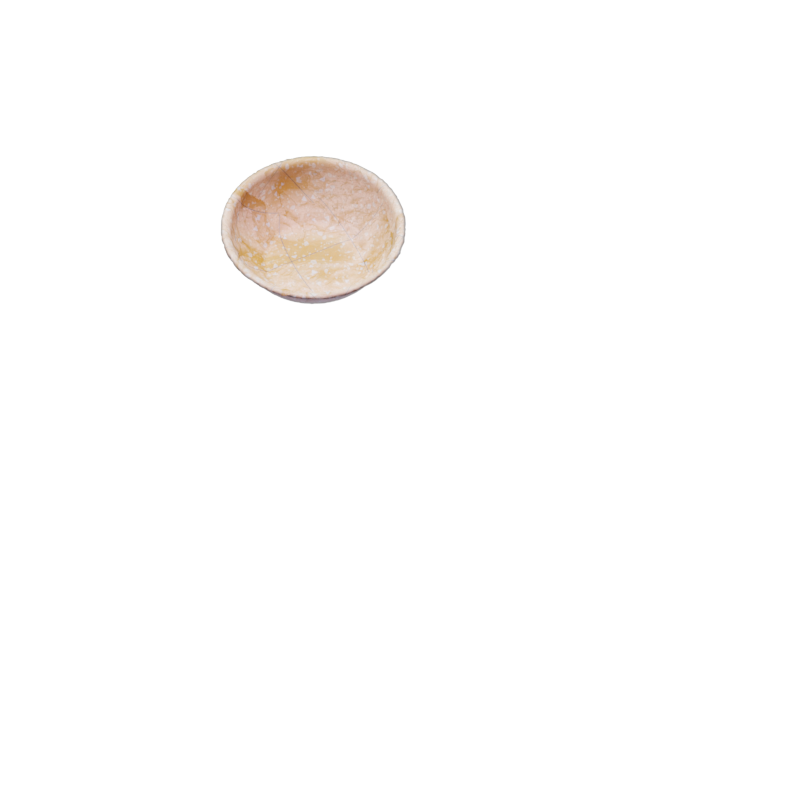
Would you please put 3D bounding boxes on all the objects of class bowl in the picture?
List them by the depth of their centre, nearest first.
[{"bbox_3d":[-0.077,-0.141,0.985,0.162,0.174,0.051,-1,-35,-1],"label":"bowl"}]
